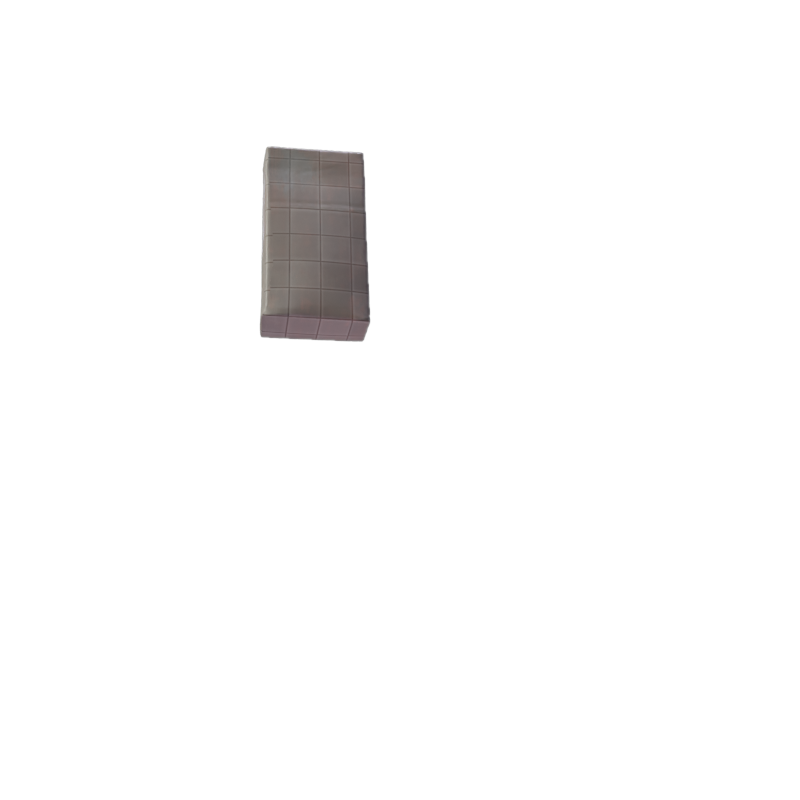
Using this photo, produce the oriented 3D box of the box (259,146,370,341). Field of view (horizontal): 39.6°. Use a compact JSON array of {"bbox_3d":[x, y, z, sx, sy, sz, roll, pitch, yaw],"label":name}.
[{"bbox_3d":[-0.077,-0.141,0.986,0.092,0.188,0.045,2,-31,-7],"label":"box"}]
